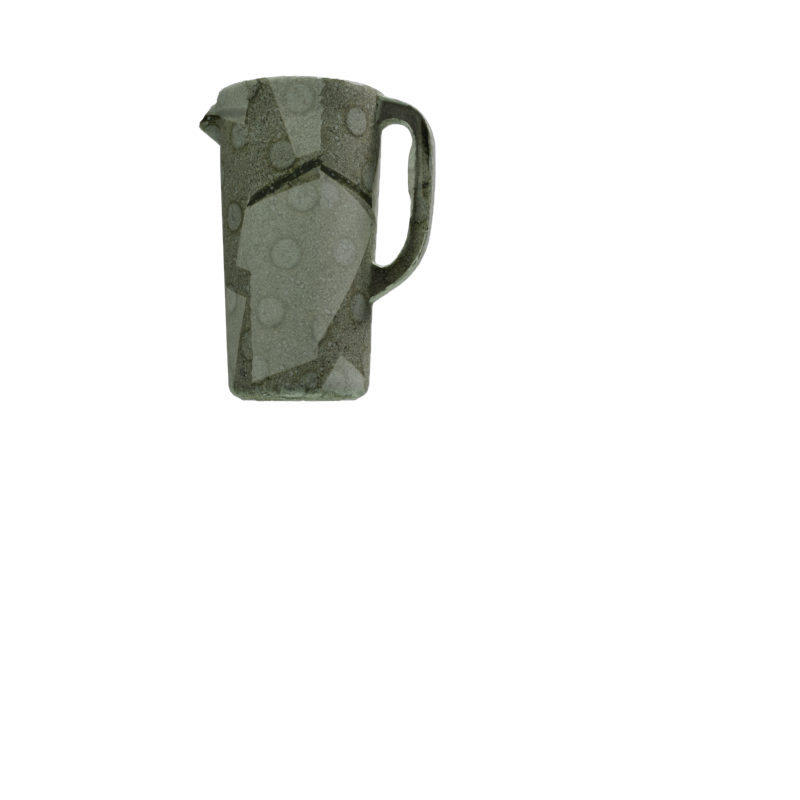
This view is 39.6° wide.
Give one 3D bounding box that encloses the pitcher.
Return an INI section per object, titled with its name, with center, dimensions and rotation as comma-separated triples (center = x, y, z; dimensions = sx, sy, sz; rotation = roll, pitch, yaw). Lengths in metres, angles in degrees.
[pitcher]
center = -0.067, -0.122, 0.857
dimensions = 0.139, 0.247, 0.153
rotation = 3, -6, -35
